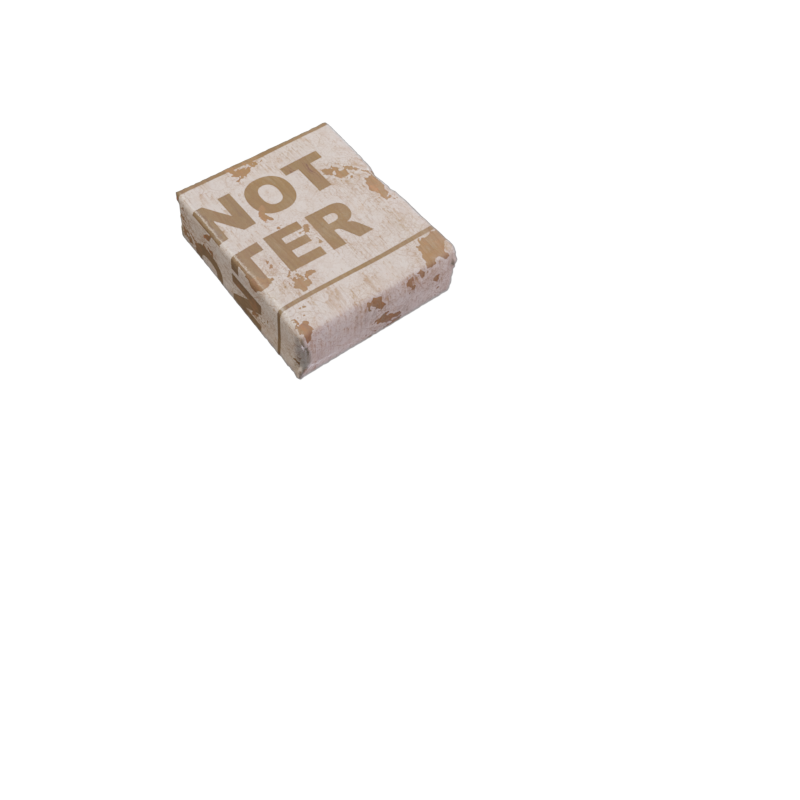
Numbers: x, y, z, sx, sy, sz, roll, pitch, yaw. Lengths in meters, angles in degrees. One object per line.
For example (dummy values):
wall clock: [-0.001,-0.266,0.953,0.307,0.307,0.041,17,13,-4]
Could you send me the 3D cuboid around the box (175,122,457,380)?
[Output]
box: [-0.034,-0.062,0.435,0.073,0.096,0.028,-29,-32,-21]
